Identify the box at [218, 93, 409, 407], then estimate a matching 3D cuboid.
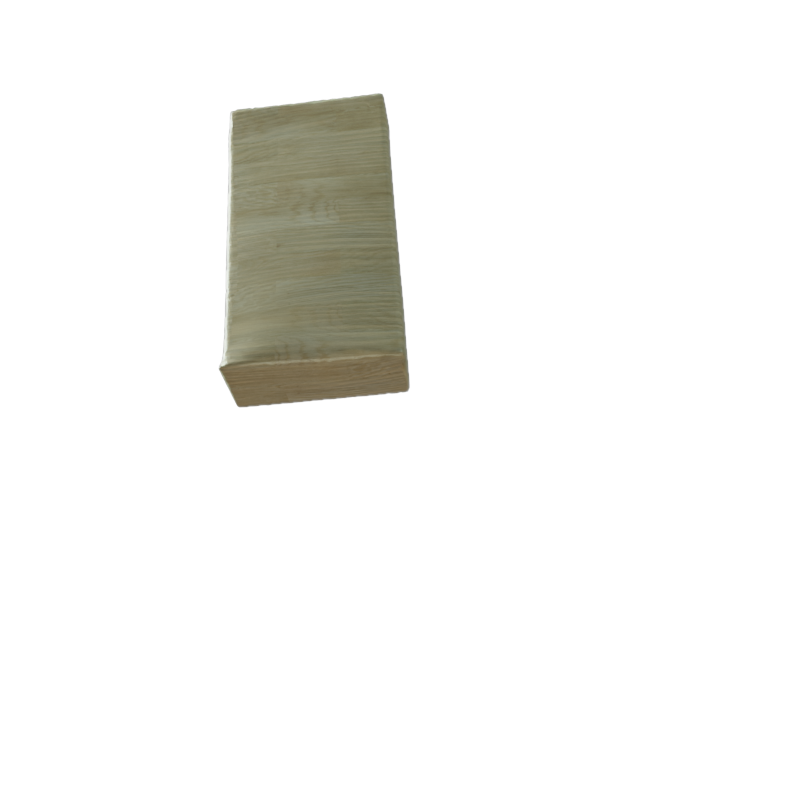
[{"bbox_3d":[-0.047,-0.086,0.604,0.094,0.189,0.044,-6,-36,5],"label":"box"}]
